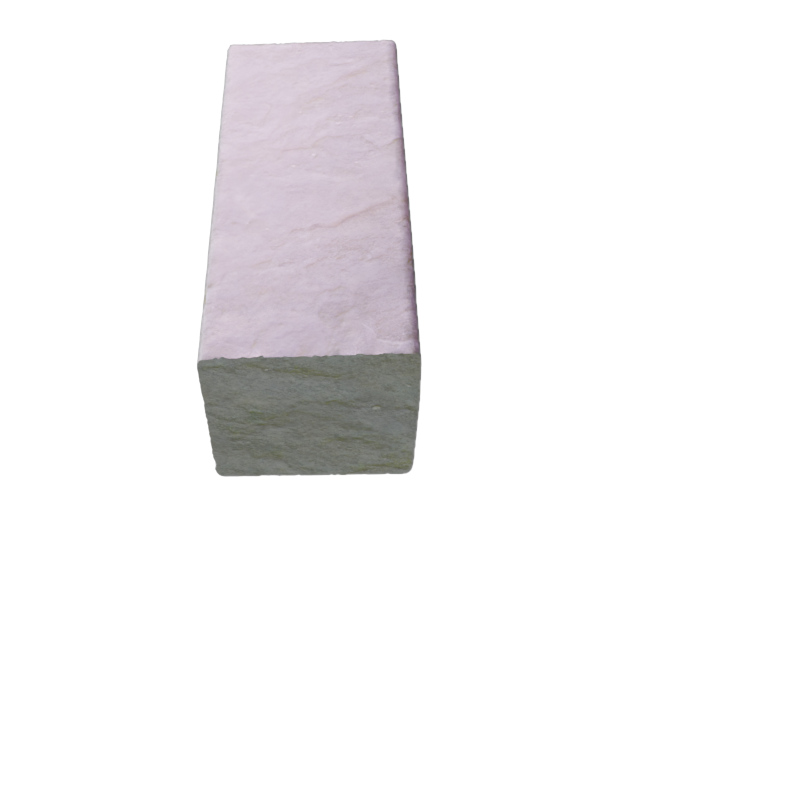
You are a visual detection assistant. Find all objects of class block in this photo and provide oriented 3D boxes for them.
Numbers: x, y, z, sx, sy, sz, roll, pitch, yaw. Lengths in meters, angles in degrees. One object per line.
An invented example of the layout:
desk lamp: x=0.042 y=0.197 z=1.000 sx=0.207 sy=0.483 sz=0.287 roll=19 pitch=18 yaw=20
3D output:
block: x=-0.042 y=-0.076 z=0.536 sx=0.091 sy=0.221 sz=0.084 roll=-2 pitch=-40 yaw=-2
